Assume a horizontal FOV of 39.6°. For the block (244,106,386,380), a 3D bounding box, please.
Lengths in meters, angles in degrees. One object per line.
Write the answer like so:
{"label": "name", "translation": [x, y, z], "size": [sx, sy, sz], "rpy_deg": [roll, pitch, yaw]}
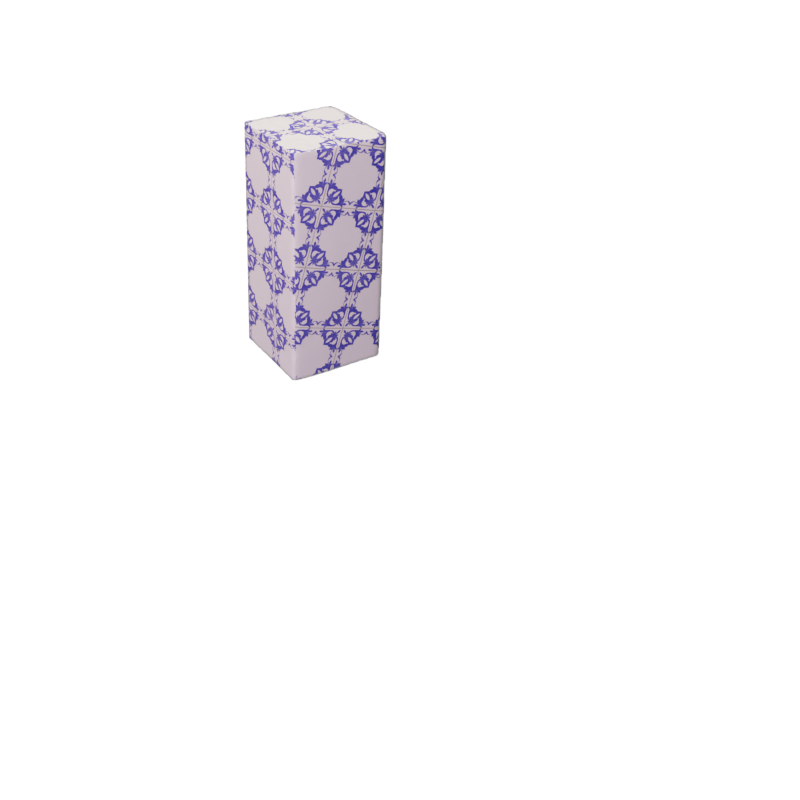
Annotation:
{"label": "block", "translation": [-0.074, -0.136, 0.951], "size": [0.089, 0.195, 0.097], "rpy_deg": [-14, 31, -29]}
